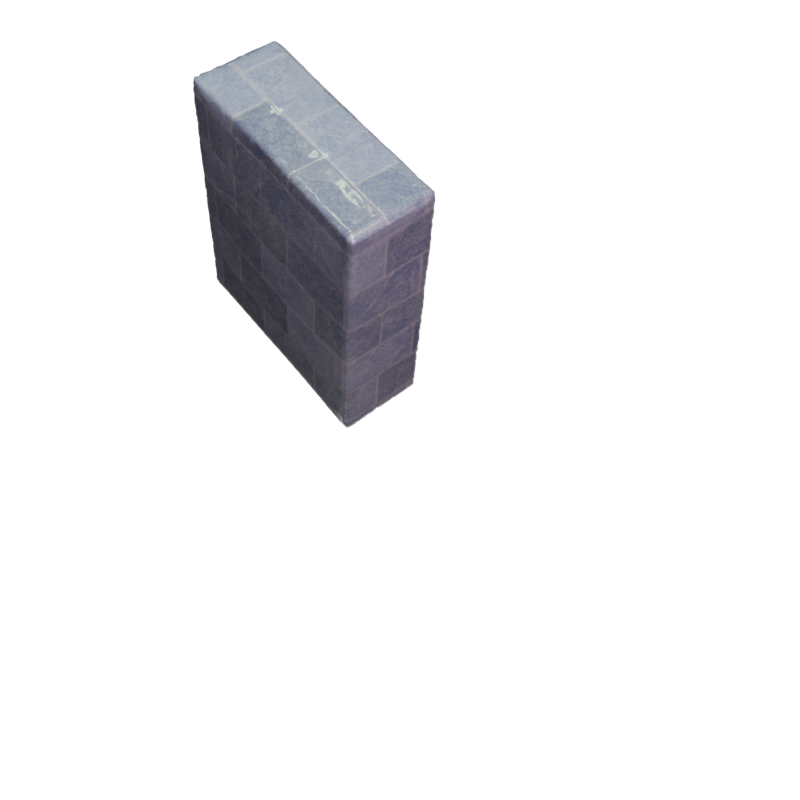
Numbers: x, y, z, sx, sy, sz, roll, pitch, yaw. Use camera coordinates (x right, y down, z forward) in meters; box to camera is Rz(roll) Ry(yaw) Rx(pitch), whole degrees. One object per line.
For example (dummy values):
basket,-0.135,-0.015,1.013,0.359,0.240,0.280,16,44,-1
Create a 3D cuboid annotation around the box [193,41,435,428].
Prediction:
box,-0.057,-0.105,0.734,0.072,0.175,0.200,-31,-27,-21
